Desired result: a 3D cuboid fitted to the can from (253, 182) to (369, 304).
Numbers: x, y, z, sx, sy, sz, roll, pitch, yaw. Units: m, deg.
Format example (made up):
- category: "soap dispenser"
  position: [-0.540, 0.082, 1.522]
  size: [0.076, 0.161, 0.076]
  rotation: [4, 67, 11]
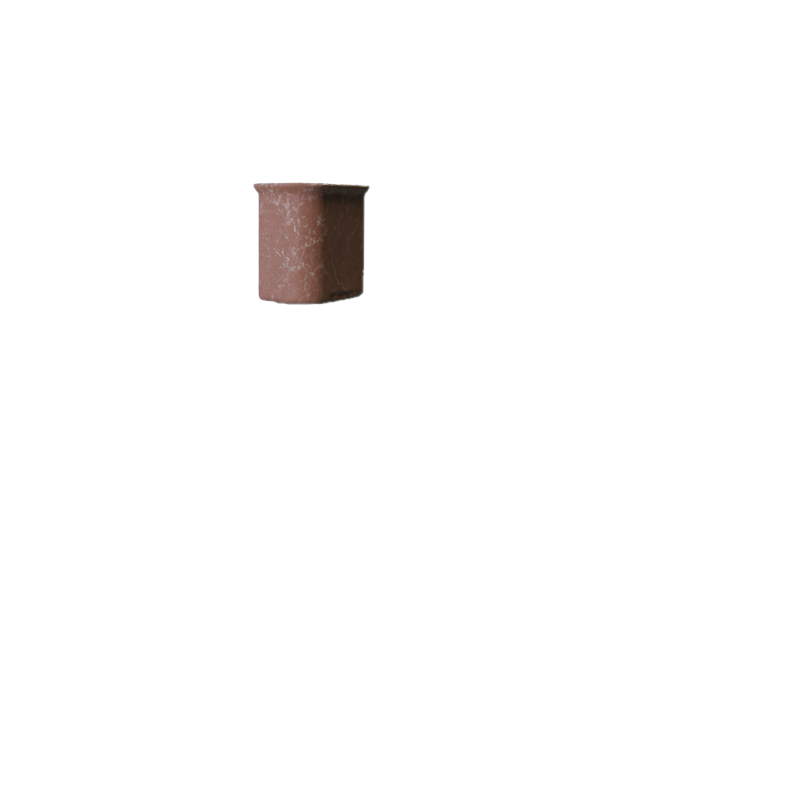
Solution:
- category: "can"
  position: [-0.063, -0.115, 0.804]
  size: [0.059, 0.083, 0.100]
  rotation: [2, 7, 23]
